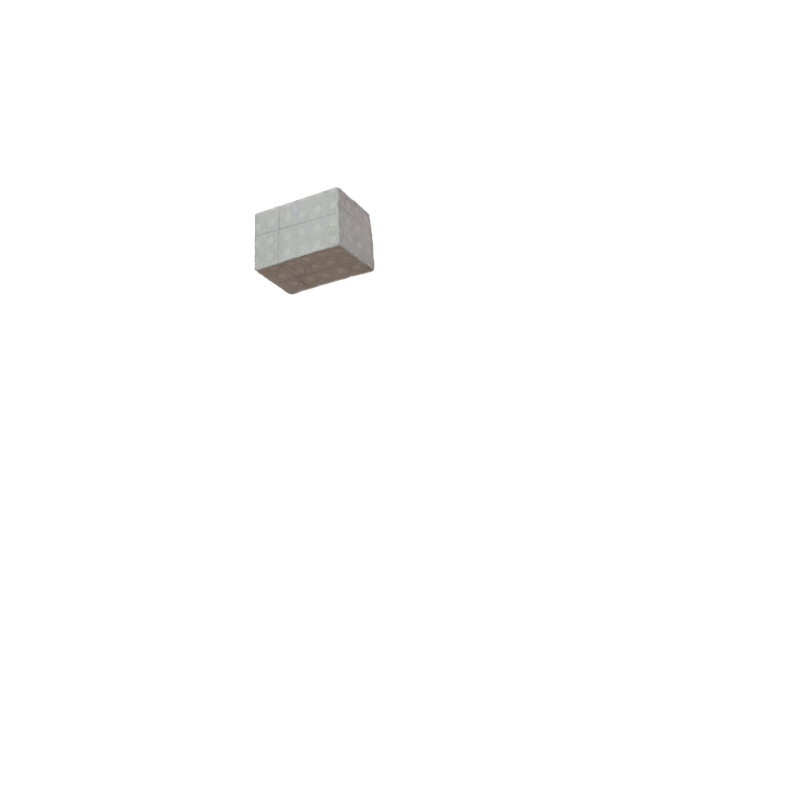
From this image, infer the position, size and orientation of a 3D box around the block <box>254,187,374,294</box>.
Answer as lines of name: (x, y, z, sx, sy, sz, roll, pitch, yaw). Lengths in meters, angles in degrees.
block: (-0.066, -0.121, 0.849, 0.079, 0.054, 0.049, -13, -28, 26)
